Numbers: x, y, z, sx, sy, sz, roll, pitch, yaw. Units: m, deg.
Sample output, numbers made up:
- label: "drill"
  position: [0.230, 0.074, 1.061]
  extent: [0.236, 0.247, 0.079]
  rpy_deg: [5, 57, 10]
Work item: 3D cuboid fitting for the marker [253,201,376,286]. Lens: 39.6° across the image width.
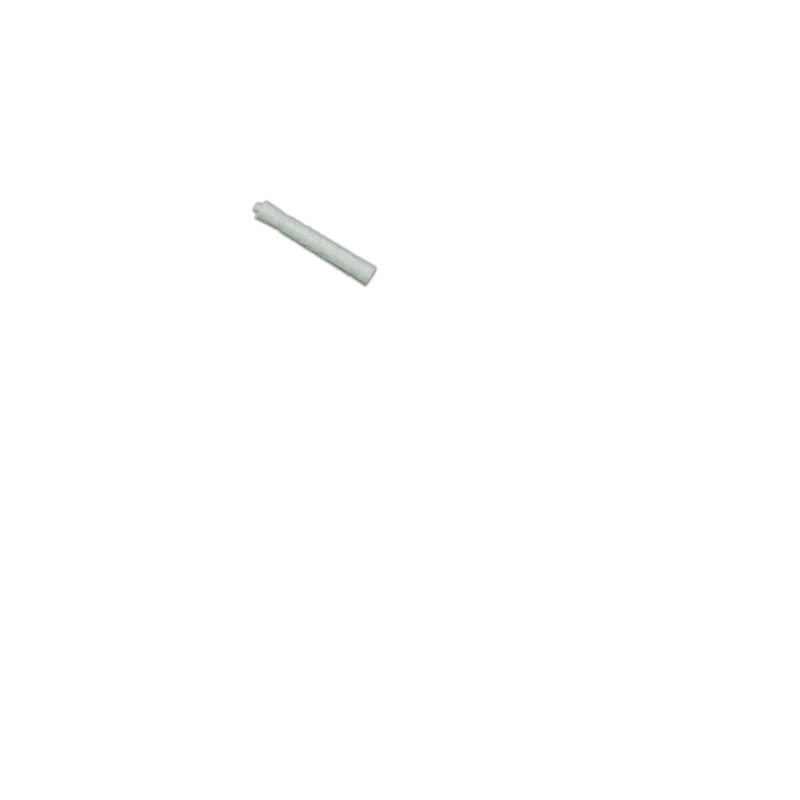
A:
- label: "marker"
  position: [-0.077, -0.140, 0.979]
  extent: [0.123, 0.020, 0.019]
  rpy_deg: [32, 7, 8]
